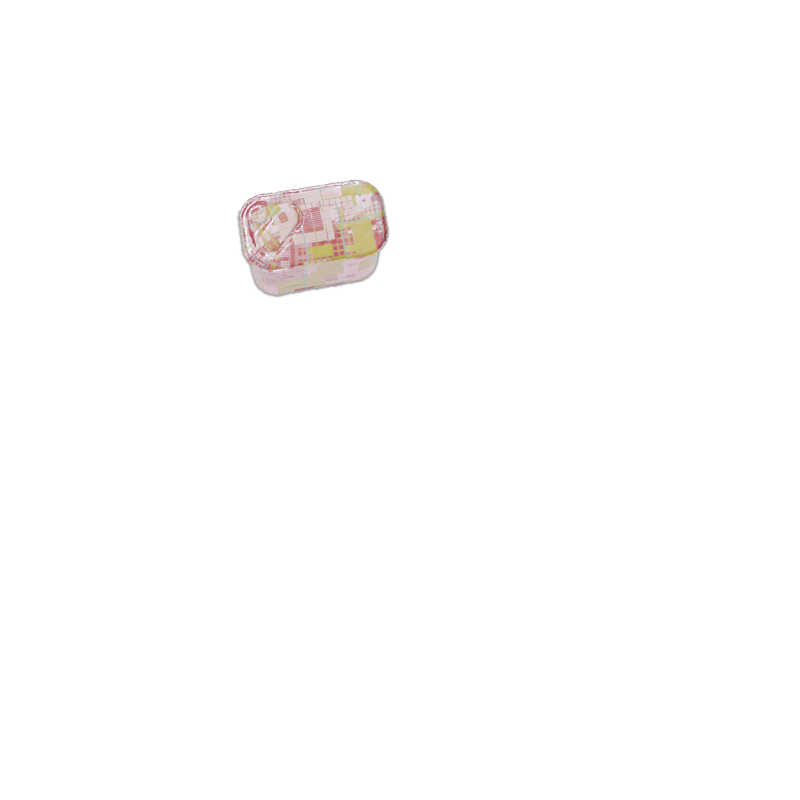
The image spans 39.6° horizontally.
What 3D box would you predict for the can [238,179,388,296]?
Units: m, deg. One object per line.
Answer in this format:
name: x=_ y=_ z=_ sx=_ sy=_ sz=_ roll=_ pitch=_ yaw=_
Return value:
can: x=-0.063 y=-0.115 z=0.808 sx=0.101 sy=0.060 sz=0.081 roll=-9 pitch=-10 yaw=-4
